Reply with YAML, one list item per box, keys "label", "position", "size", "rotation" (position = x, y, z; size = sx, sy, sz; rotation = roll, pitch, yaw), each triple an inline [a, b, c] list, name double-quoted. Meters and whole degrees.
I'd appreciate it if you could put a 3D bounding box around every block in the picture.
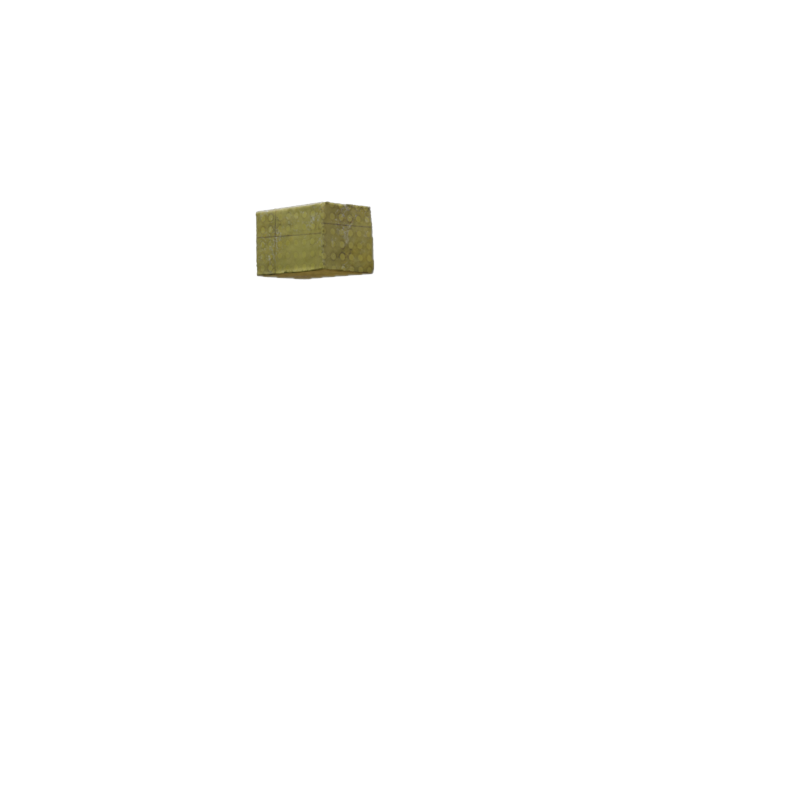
- label: "block"
  position: [-0.065, -0.119, 0.834]
  size: [0.081, 0.052, 0.050]
  rotation: [0, -1, 44]
